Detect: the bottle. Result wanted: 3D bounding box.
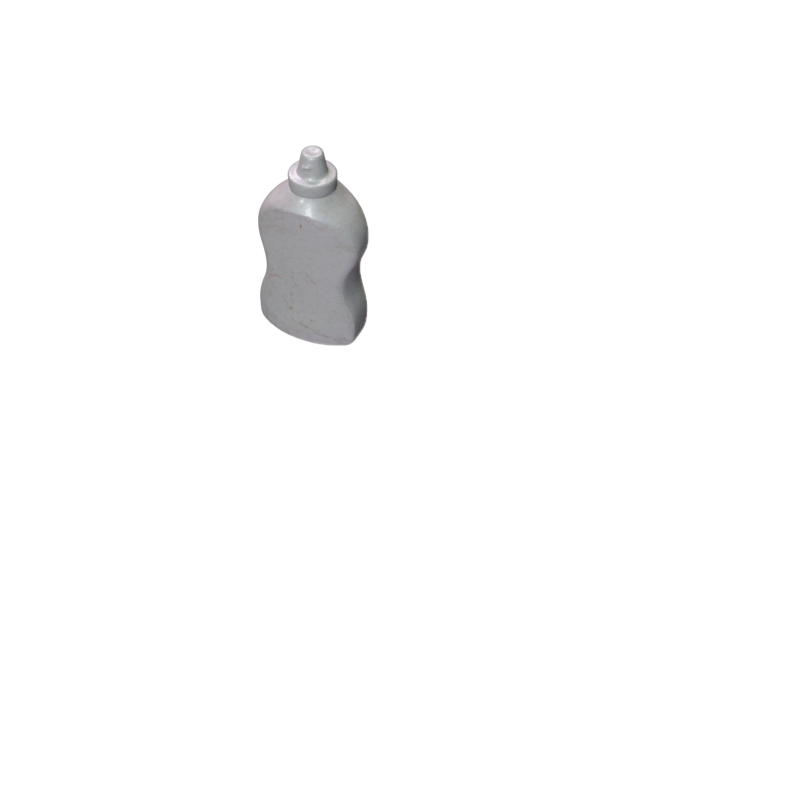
[{"bbox_3d":[-0.075,-0.135,0.951,0.100,0.179,0.060,22,46,18],"label":"bottle"}]
